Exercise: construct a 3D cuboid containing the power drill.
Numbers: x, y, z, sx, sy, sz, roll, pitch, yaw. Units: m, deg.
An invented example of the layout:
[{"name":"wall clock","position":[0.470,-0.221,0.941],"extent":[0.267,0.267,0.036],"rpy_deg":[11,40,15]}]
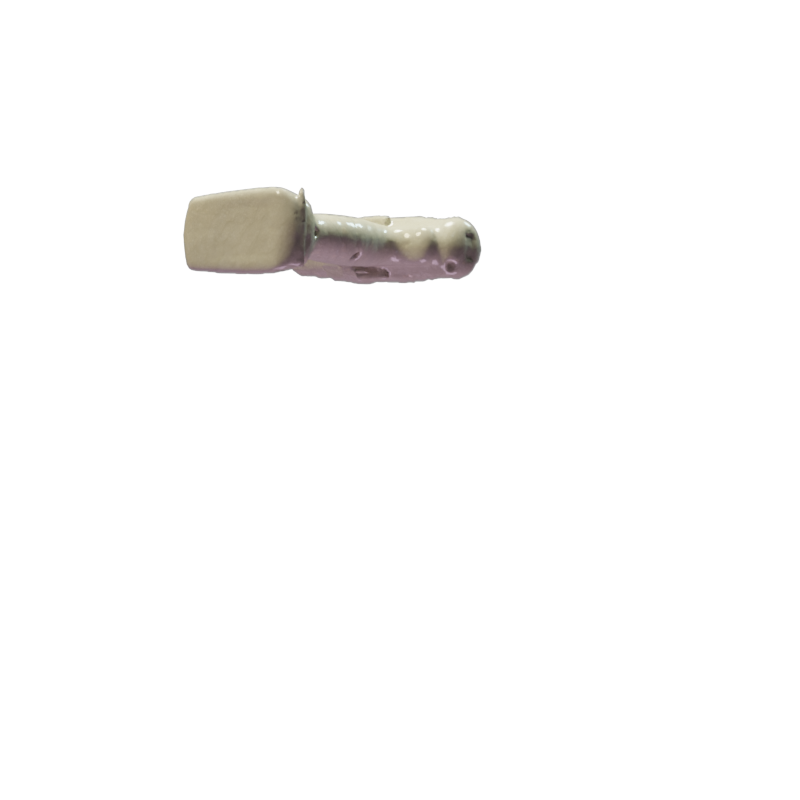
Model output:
[{"name":"power drill","position":[-0.063,-0.116,0.809],"extent":[0.191,0.058,0.180],"rpy_deg":[2,4,42]}]
